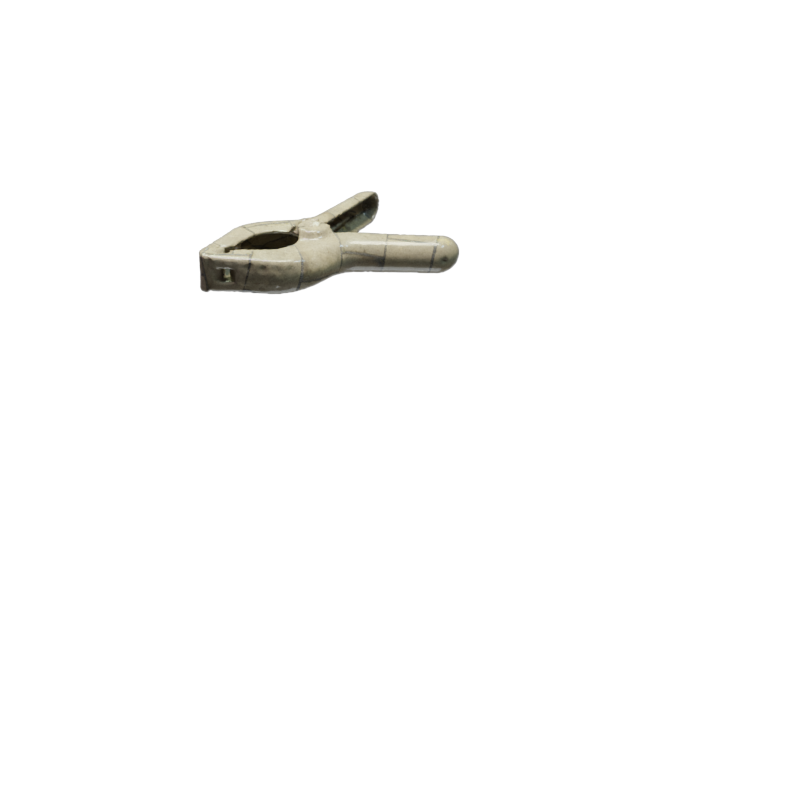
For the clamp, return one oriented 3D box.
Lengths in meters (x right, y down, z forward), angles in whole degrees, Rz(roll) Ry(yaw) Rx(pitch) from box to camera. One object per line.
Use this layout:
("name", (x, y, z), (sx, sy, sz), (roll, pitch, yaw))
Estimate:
("clamp", (-0.060, -0.109, 0.762), (0.168, 0.037, 0.128), (-8, 24, -19))
